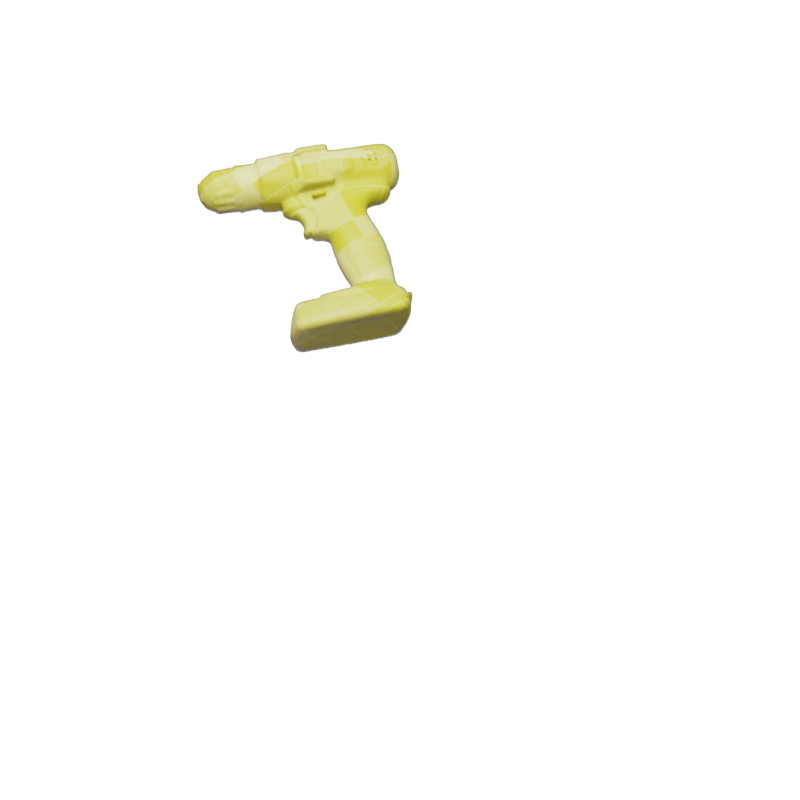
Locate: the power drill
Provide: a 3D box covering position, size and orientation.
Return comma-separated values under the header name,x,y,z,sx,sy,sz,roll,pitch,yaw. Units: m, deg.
name,x,y,z,sx,sy,sz,roll,pitch,yaw
power drill,-0.076,-0.139,0.976,0.183,0.200,0.054,-11,-27,-6
